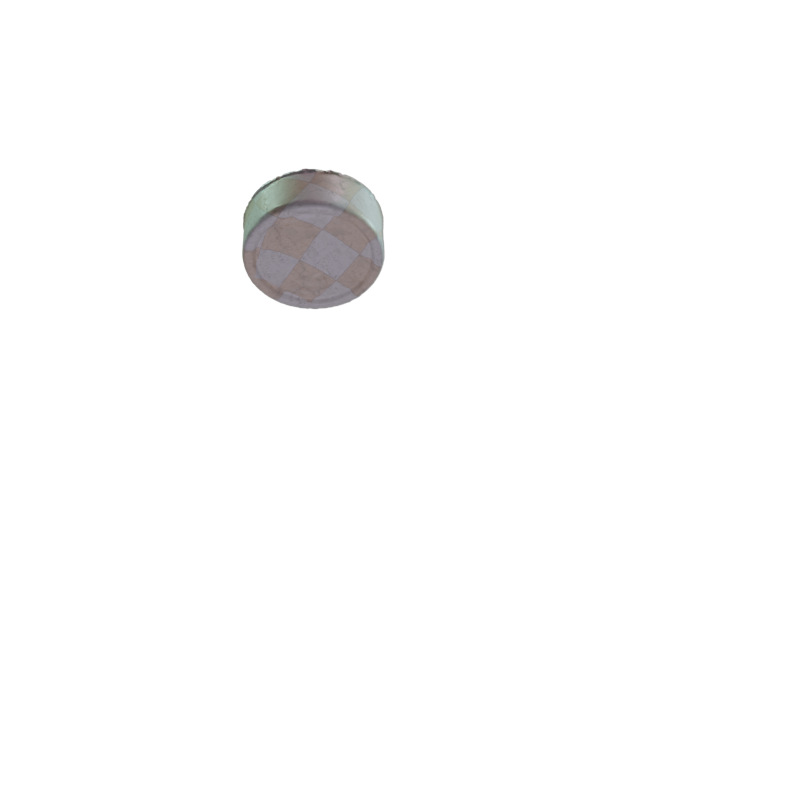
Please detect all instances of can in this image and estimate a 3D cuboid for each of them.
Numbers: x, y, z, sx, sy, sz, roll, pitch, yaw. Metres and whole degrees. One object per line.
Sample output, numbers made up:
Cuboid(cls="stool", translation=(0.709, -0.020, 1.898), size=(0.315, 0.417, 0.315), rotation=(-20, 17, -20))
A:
Cuboid(cls="can", translation=(-0.052, -0.095, 0.664), size=(0.086, 0.036, 0.080), rotation=(1, -45, -1))
